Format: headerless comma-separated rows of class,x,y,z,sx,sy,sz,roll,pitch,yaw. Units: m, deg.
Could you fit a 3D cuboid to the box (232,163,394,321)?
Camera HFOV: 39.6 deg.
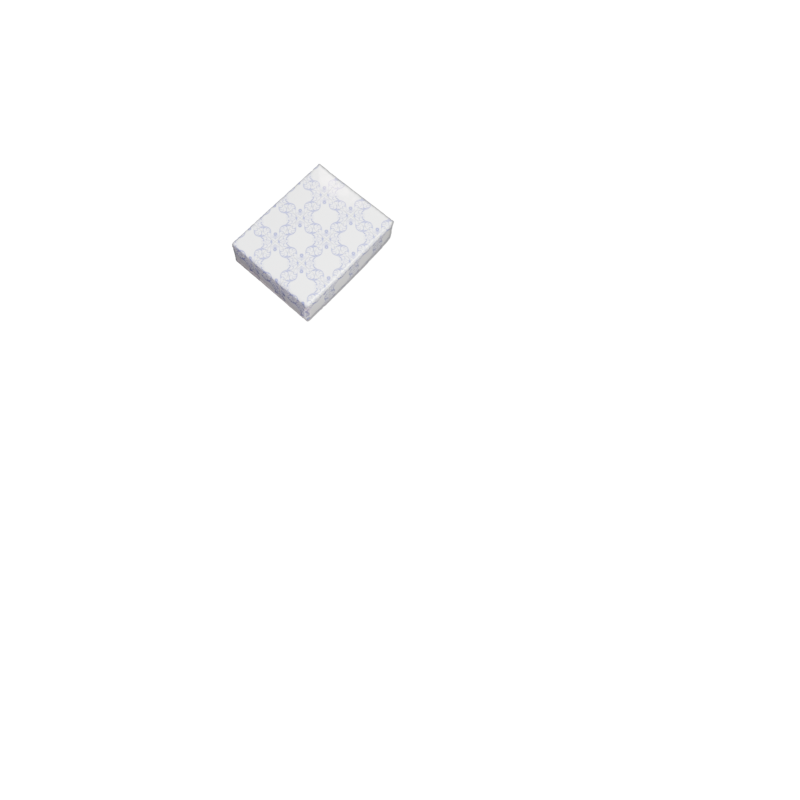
box,-0.075,-0.137,0.962,0.094,0.115,0.037,39,-21,17
